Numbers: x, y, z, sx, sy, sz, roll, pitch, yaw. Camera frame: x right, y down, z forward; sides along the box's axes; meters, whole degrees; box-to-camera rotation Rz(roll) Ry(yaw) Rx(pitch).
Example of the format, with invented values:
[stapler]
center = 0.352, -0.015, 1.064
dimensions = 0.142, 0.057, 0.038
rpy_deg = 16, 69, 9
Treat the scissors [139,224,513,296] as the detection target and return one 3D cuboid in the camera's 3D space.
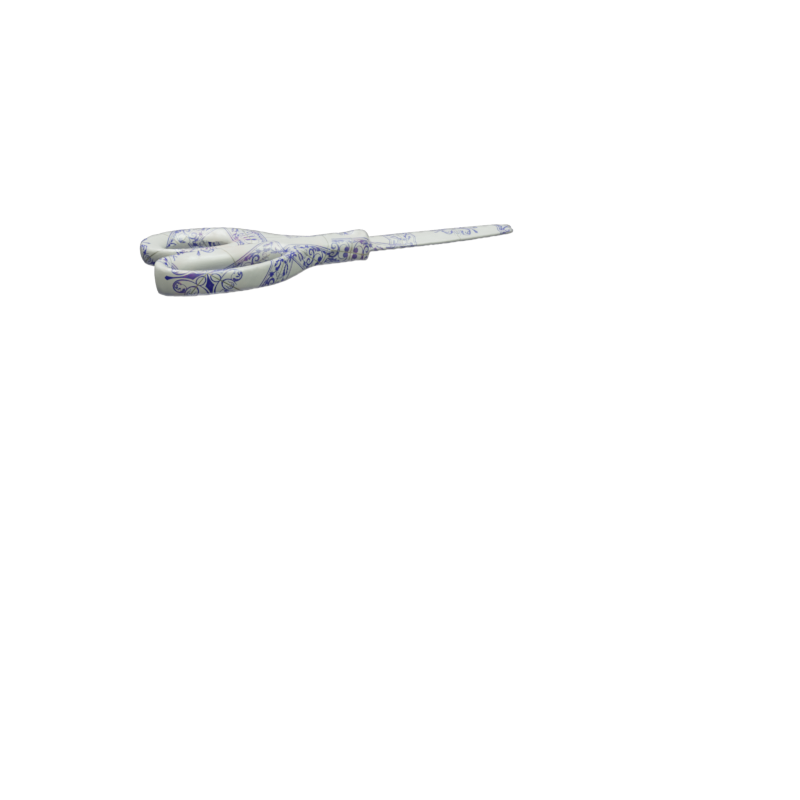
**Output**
[scissors]
center = -0.044, -0.081, 0.568
dimensions = 0.198, 0.015, 0.102
rpy_deg = -18, 27, -39
